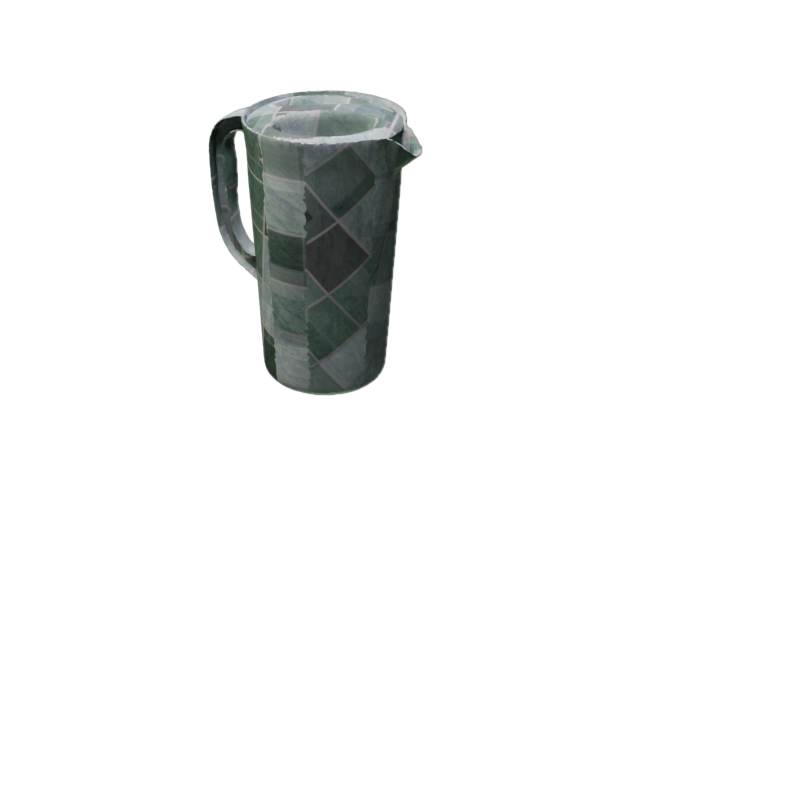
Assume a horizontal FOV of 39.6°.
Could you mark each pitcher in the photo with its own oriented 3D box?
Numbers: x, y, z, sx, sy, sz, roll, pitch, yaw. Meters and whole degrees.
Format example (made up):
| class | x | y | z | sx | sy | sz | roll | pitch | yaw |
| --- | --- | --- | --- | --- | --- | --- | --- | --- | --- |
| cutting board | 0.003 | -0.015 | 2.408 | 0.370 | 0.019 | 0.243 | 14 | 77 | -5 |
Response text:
| class | x | y | z | sx | sy | sz | roll | pitch | yaw |
| --- | --- | --- | --- | --- | --- | --- | --- | --- | --- |
| pitcher | -0.073 | -0.134 | 0.937 | 0.142 | 0.230 | 0.160 | -9 | 30 | -19 |
